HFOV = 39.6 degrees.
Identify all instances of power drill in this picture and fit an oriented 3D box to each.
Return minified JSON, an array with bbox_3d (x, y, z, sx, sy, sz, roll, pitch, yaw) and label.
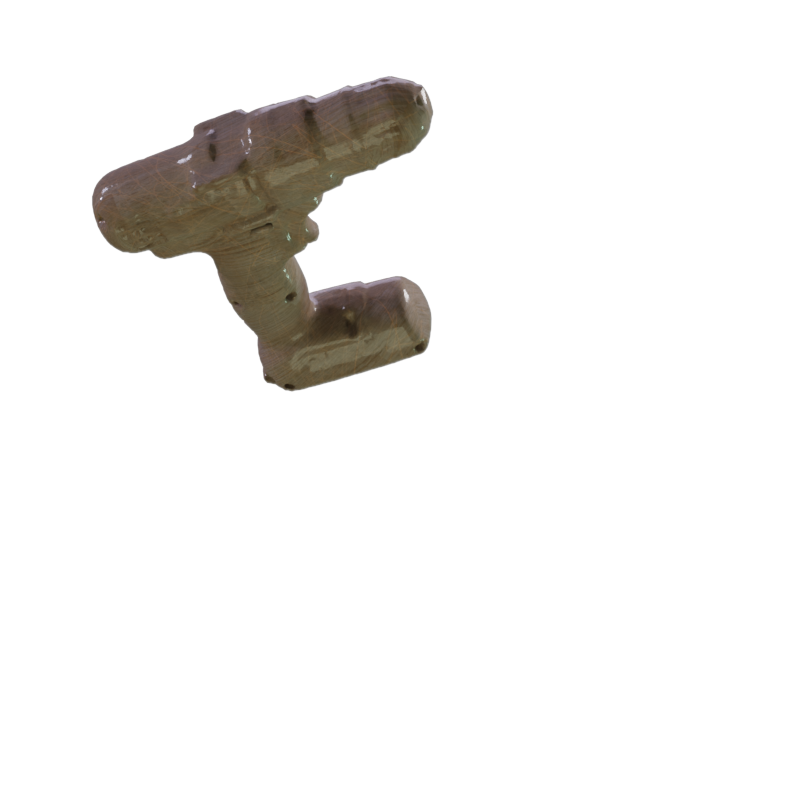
[{"bbox_3d":[-0.048,-0.087,0.610,0.186,0.062,0.173,-14,-40,17],"label":"power drill"}]
